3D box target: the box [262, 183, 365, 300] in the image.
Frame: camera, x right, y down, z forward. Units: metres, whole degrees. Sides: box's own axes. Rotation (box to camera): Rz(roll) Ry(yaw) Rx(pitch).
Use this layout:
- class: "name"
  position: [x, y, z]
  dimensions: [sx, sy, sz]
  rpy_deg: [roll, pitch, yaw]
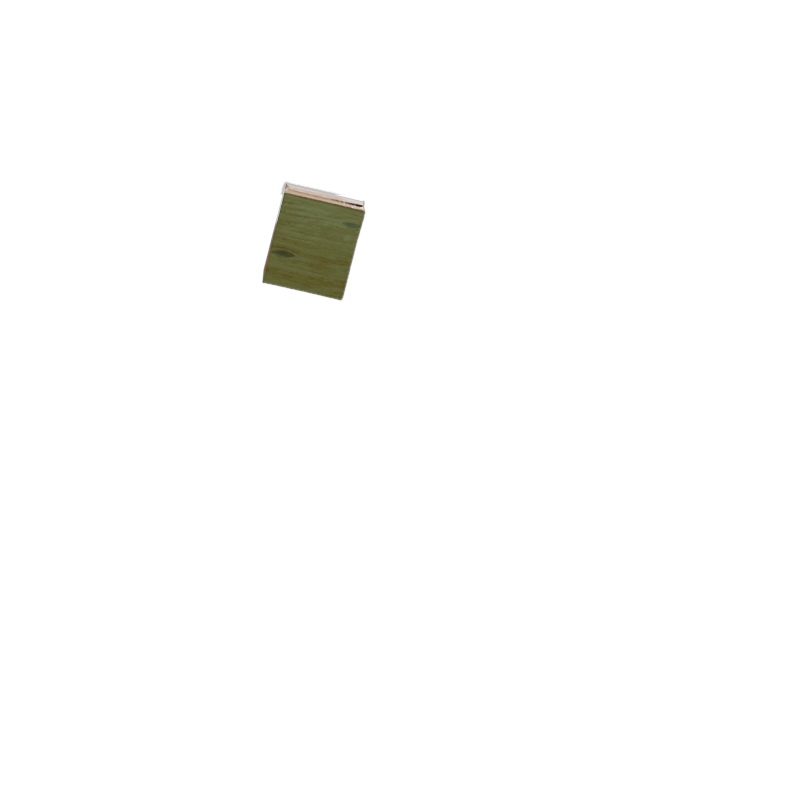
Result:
- class: "box"
  position: [-0.076, -0.139, 0.971]
  dimensions: [0.072, 0.086, 0.032]
  rpy_deg: [13, 20, -6]
